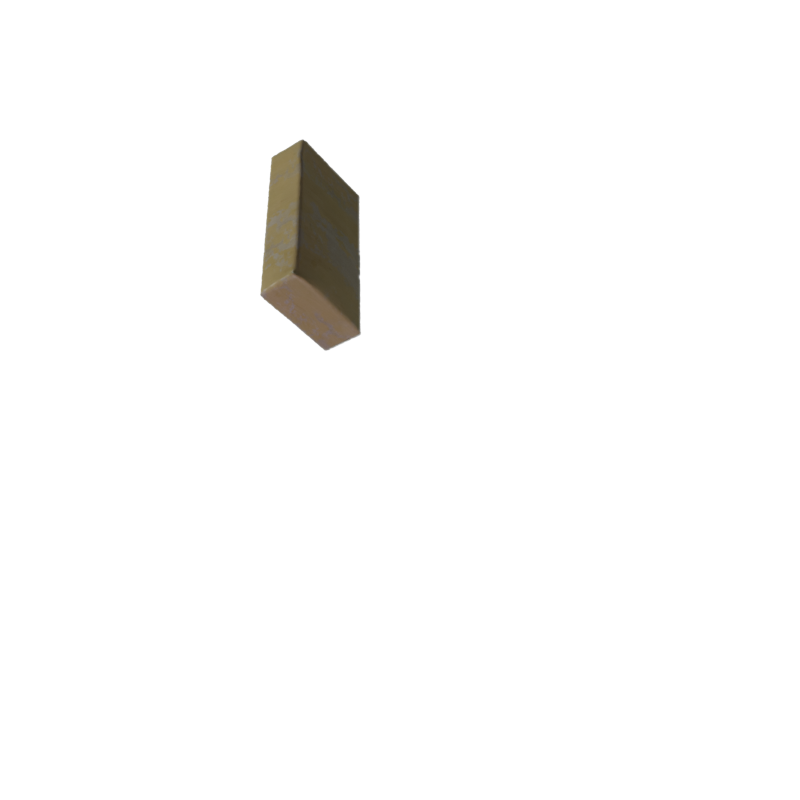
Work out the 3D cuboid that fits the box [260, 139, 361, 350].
[{"bbox_3d":[-0.078,-0.141,0.989,0.048,0.189,0.087,-29,-49,24],"label":"box"}]
